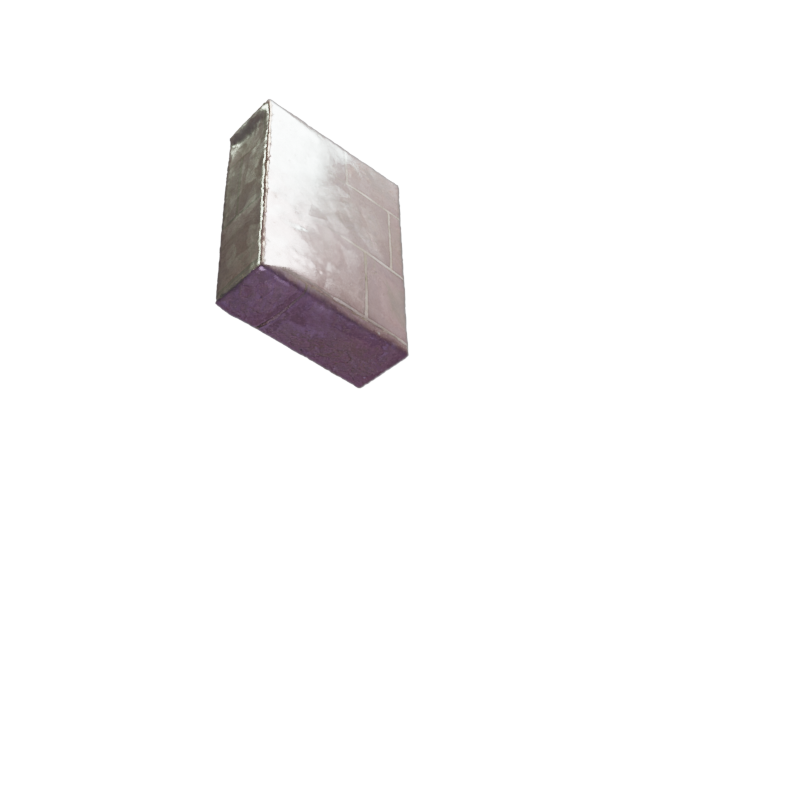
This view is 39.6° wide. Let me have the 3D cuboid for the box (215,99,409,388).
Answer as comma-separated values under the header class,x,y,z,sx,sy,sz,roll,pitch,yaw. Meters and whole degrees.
class,x,y,z,sx,sy,sz,roll,pitch,yaw
box,-0.076,-0.139,0.975,0.155,0.230,0.071,29,-51,-31
